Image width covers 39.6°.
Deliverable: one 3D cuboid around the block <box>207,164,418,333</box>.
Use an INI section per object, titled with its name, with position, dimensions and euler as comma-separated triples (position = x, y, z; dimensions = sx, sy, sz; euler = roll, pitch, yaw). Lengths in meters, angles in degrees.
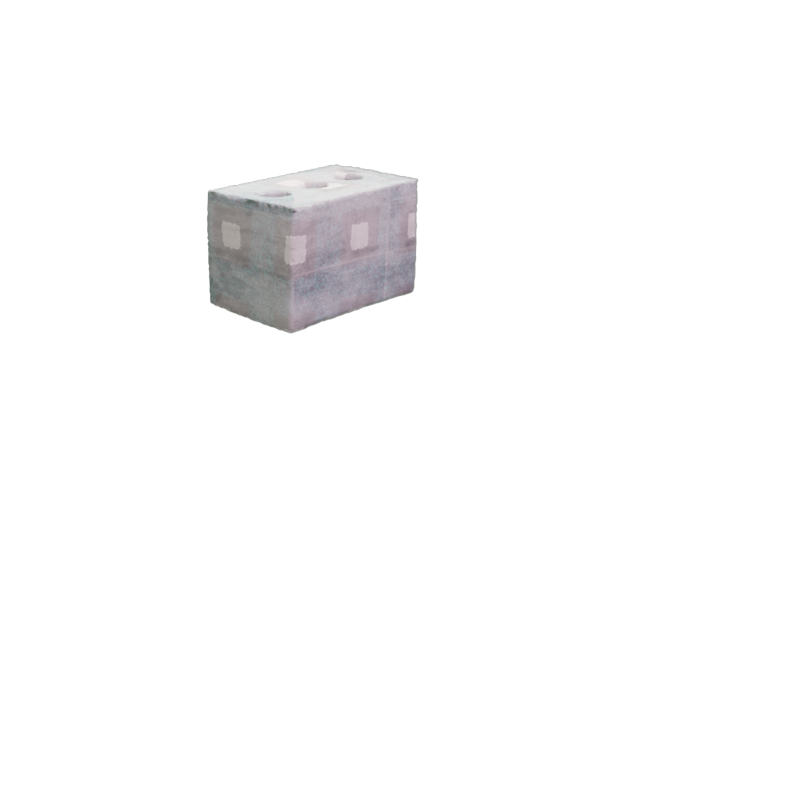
[block]
position = -0.037, -0.067, 0.470
dimensions = 0.056, 0.049, 0.077
euler = 17, 26, 38
